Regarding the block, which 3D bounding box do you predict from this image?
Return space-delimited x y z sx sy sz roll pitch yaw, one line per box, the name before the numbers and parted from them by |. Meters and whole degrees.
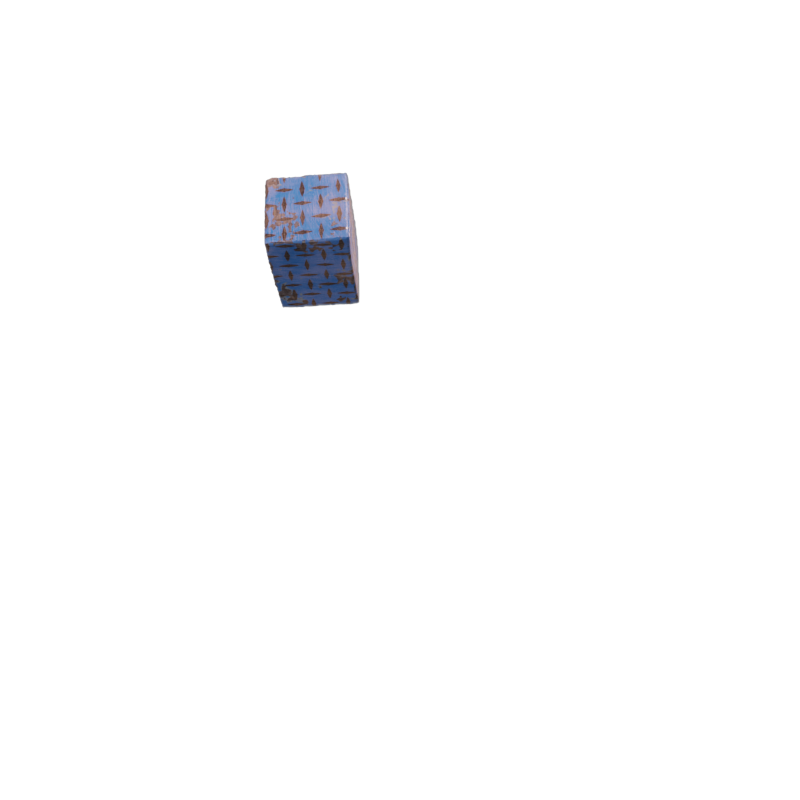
block | -0.055 -0.100 0.703 0.053 0.055 0.073 -3 -30 3
